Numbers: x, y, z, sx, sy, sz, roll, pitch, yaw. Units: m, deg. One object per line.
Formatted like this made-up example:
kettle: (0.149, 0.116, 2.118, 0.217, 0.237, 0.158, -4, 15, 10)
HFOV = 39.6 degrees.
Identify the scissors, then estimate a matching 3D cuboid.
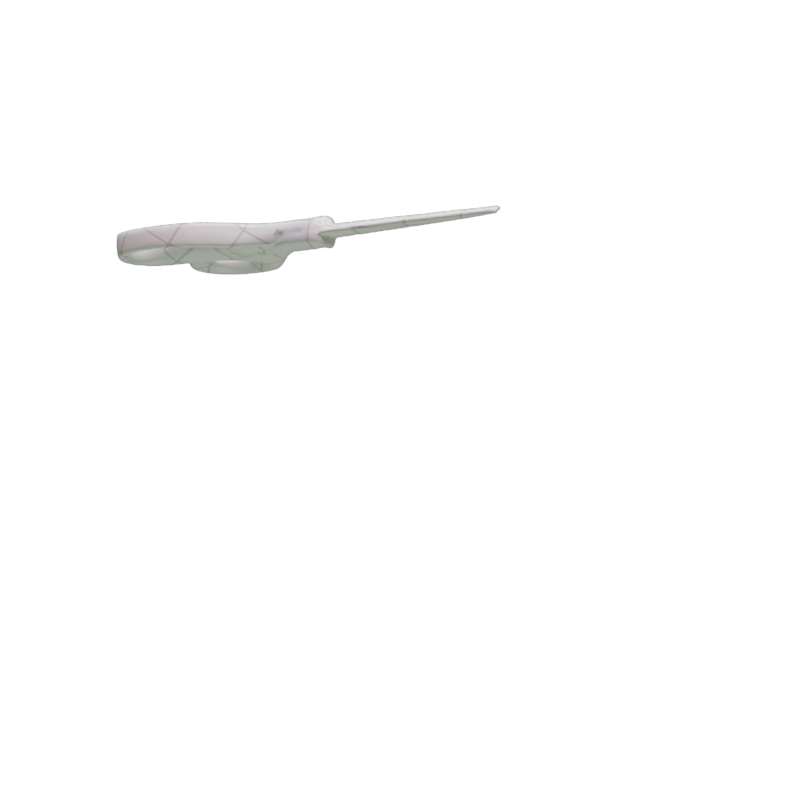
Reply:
scissors: (-0.043, -0.079, 0.556, 0.206, 0.016, 0.093, -1, -3, 17)
